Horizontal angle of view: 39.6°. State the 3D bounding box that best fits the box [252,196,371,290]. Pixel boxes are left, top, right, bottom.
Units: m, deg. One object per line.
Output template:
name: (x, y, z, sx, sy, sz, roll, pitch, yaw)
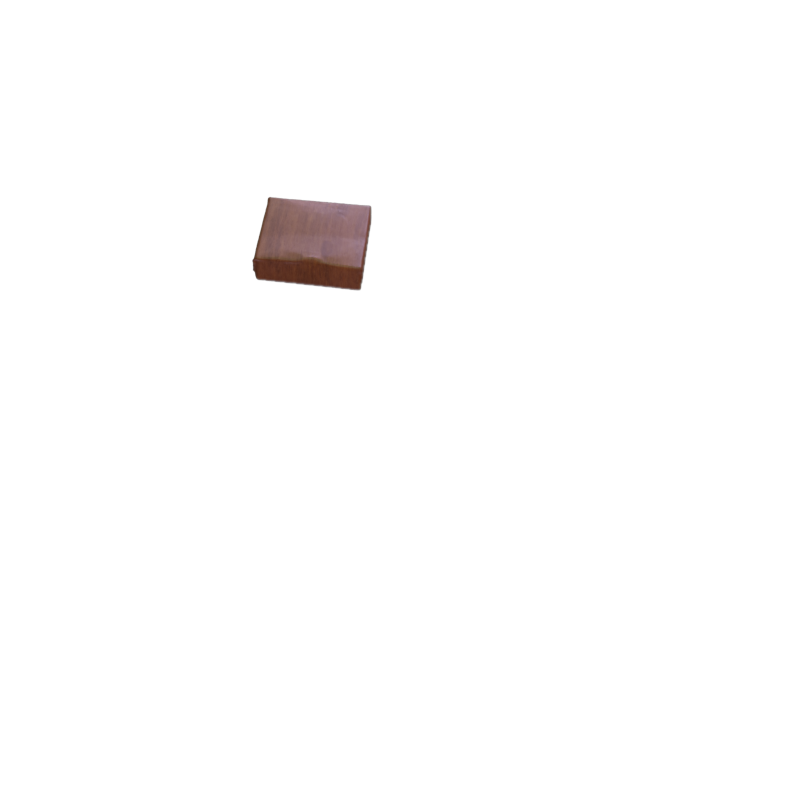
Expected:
box: (-0.071, -0.130, 0.910, 0.090, 0.078, 0.028, 6, -40, 4)
